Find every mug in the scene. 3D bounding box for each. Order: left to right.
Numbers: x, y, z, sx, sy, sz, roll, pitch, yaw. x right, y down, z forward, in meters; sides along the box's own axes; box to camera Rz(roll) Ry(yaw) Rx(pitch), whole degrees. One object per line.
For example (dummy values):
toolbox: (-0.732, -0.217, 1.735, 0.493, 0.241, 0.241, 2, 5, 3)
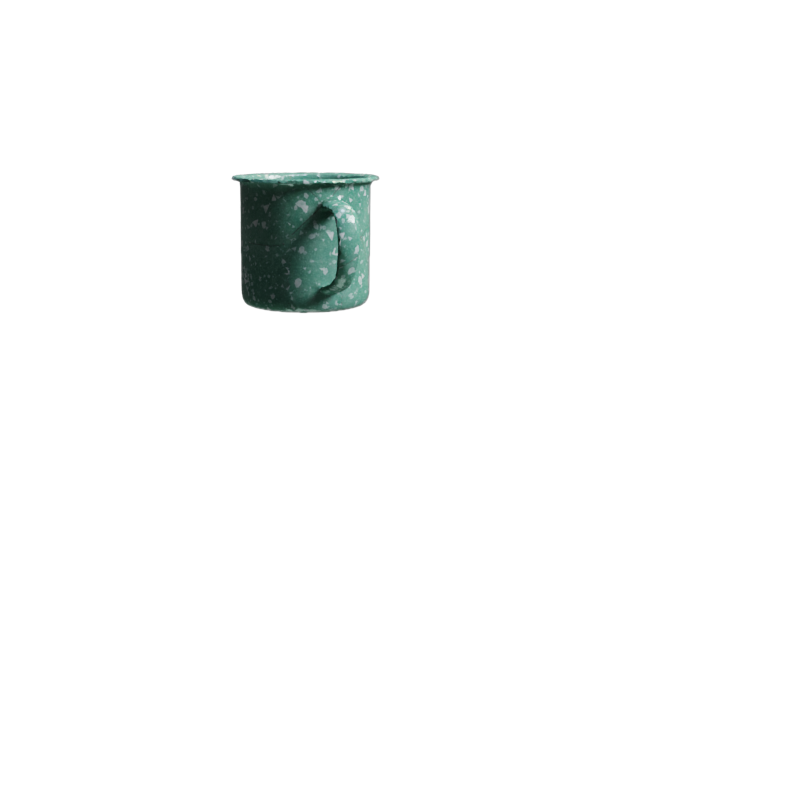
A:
mug: (-0.054, -0.098, 0.690, 0.091, 0.080, 0.123, -5, 13, -27)
